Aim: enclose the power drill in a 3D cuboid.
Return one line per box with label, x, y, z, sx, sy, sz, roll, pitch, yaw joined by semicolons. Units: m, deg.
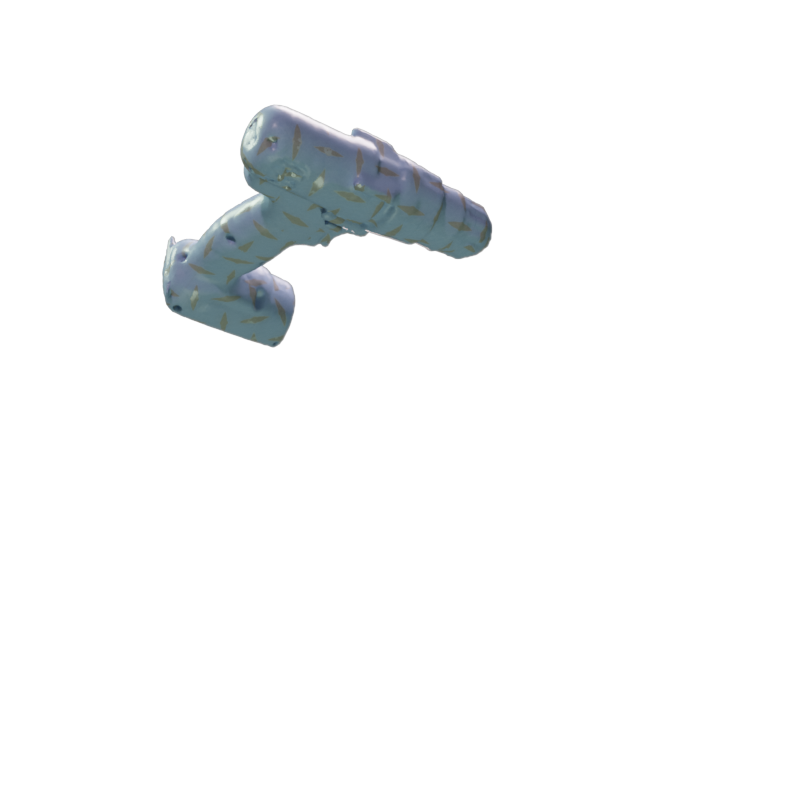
power drill;-0.058;-0.106;0.740;0.175;0.061;0.185;23;-41;-30
